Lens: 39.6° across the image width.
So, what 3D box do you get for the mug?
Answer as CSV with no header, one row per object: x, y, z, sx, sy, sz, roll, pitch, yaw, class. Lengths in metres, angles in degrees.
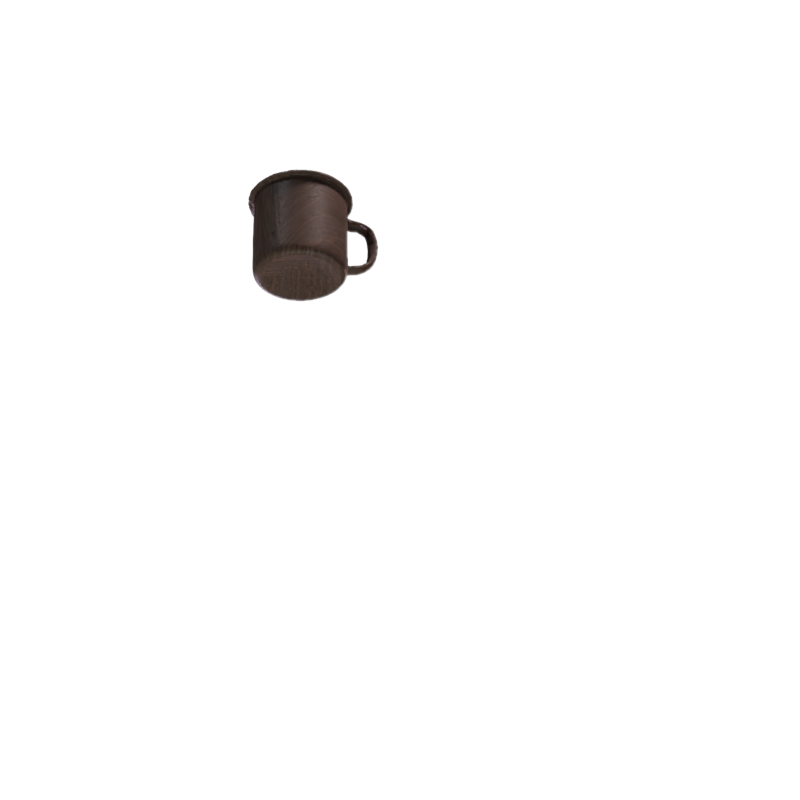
-0.075,-0.138,0.964,0.114,0.087,0.090,11,-34,-18,mug
